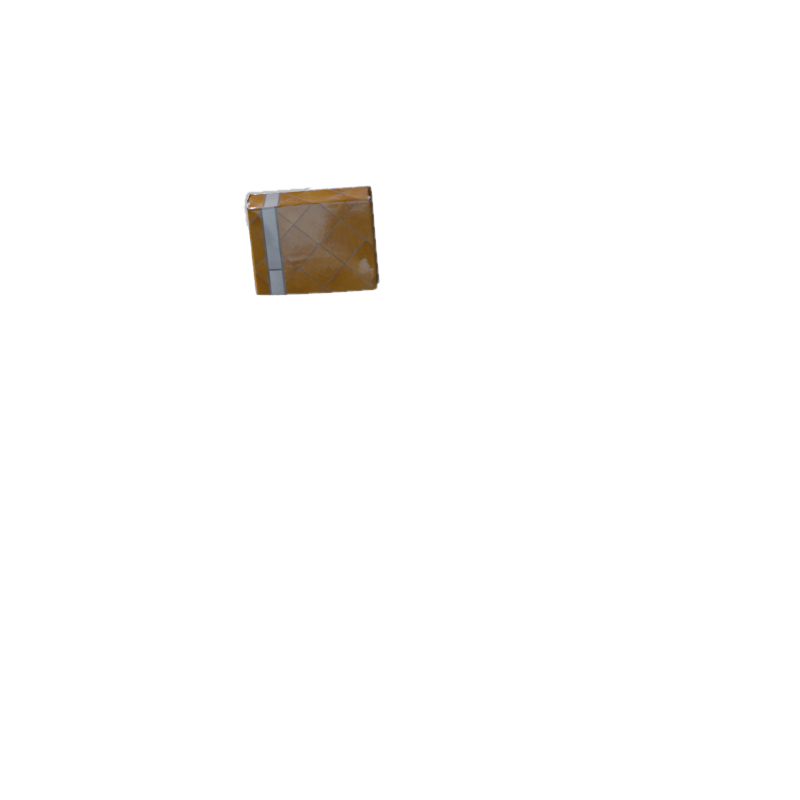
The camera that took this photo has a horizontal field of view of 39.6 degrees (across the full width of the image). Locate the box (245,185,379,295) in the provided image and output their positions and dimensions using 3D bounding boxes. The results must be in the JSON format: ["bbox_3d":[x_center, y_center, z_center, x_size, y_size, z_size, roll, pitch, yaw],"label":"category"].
[{"bbox_3d":[-0.078,-0.142,0.993,0.114,0.085,0.041,-4,25,1],"label":"box"}]
